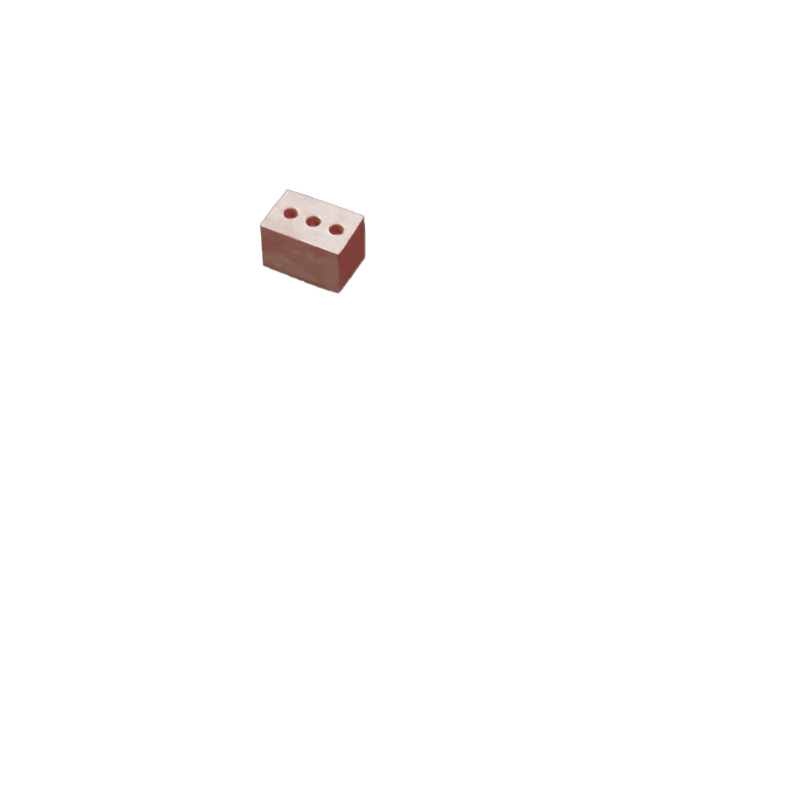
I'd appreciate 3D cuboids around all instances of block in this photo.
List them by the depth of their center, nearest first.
[{"bbox_3d":[-0.075,-0.136,0.955,0.081,0.055,0.048,21,-39,16],"label":"block"}]
